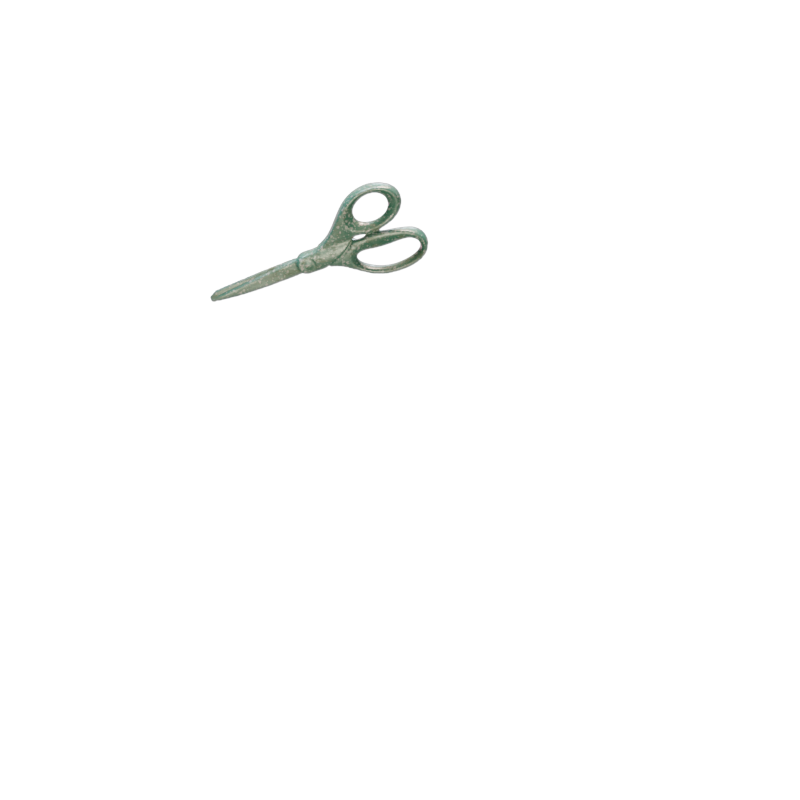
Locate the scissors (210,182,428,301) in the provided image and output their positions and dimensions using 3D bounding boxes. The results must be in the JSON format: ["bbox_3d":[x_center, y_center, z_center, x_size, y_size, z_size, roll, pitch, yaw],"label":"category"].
[{"bbox_3d":[-0.077,-0.141,0.986,0.202,0.090,0.017,-6,28,3],"label":"scissors"}]
